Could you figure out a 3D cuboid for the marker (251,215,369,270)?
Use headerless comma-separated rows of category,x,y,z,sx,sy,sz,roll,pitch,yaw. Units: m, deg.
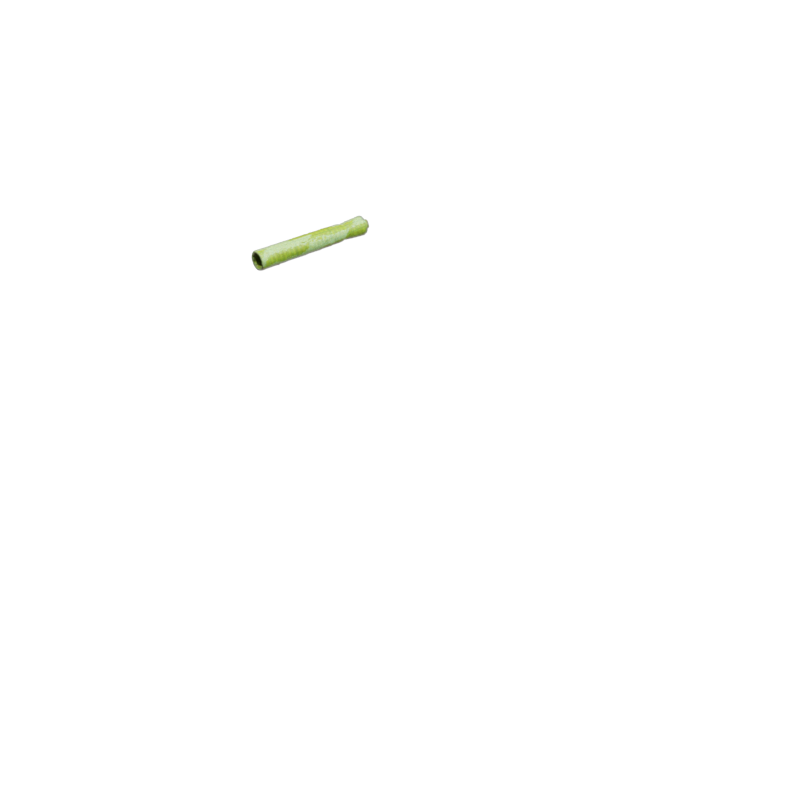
marker,-0.078,-0.143,0.998,0.120,0.019,0.021,-24,17,-31
